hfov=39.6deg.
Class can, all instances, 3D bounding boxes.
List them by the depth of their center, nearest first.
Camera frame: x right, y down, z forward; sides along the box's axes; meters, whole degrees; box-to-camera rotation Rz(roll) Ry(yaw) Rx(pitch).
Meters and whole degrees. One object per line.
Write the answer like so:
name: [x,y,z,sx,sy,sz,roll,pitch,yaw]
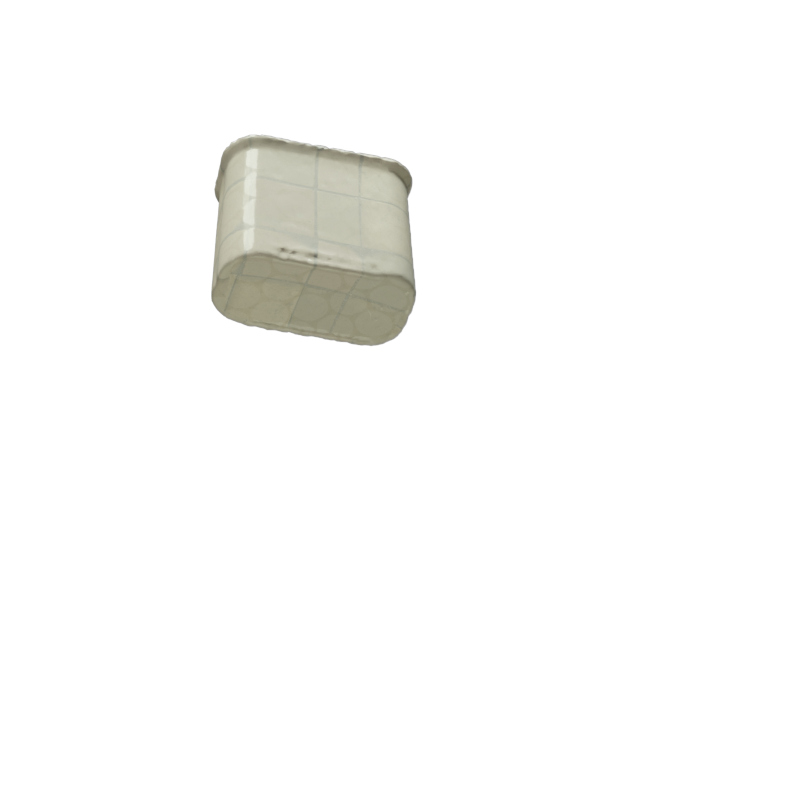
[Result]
can: [-0.044,-0.080,0.557,0.100,0.090,0.054,9,-42,-12]
